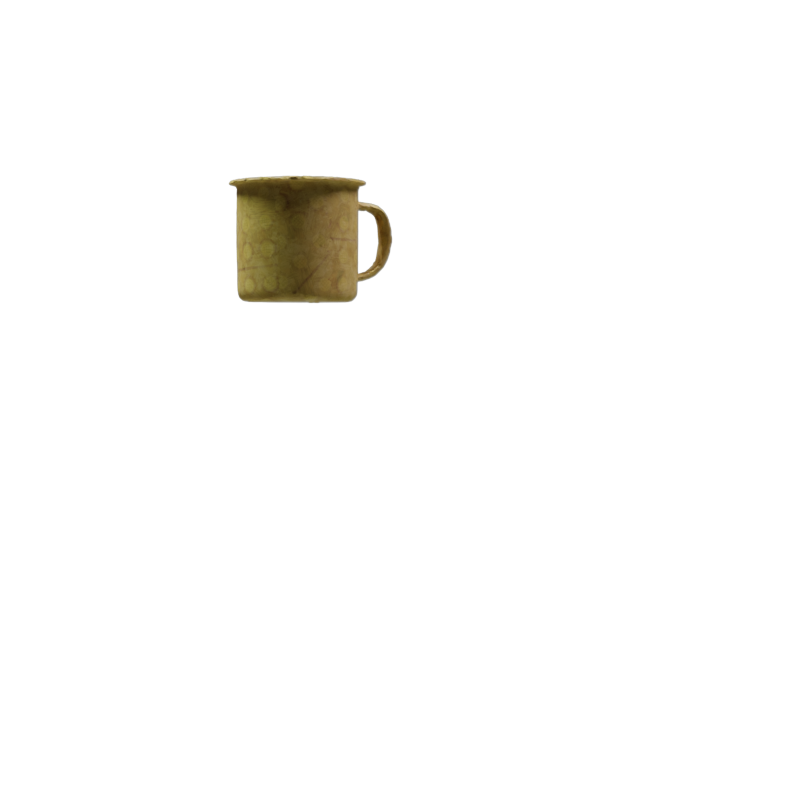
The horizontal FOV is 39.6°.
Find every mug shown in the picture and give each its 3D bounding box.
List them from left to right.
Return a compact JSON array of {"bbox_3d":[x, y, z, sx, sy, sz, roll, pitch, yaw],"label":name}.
[{"bbox_3d":[-0.059,-0.108,0.754,0.113,0.081,0.096,-2,4,-29],"label":"mug"}]
